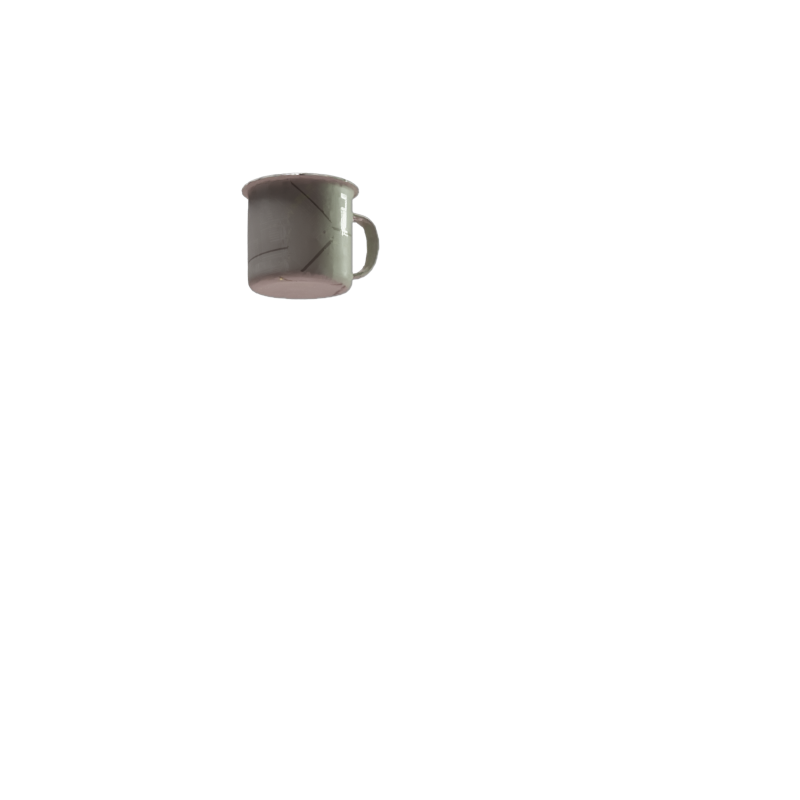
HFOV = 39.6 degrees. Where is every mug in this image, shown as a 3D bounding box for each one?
[{"bbox_3d":[-0.068,-0.124,0.871,0.112,0.084,0.095,6,-11,-33],"label":"mug"}]
